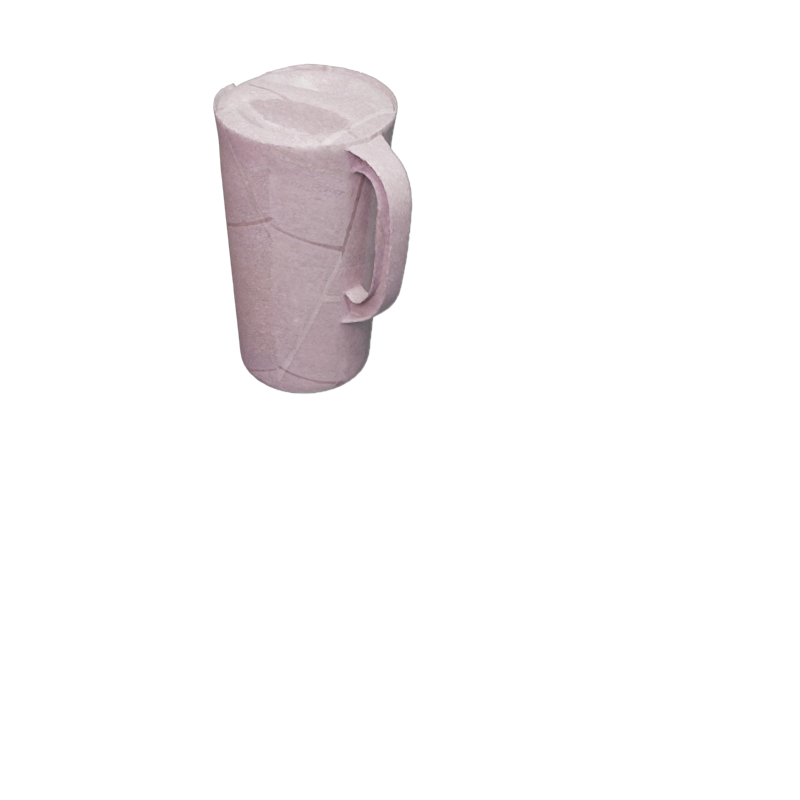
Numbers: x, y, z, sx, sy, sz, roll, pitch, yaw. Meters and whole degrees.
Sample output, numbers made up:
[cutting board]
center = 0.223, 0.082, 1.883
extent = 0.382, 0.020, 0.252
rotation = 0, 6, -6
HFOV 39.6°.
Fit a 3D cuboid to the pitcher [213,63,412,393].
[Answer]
[pitcher]
center = -0.067, -0.122, 0.851
extent = 0.145, 0.227, 0.159
rotation = 3, 37, 1
